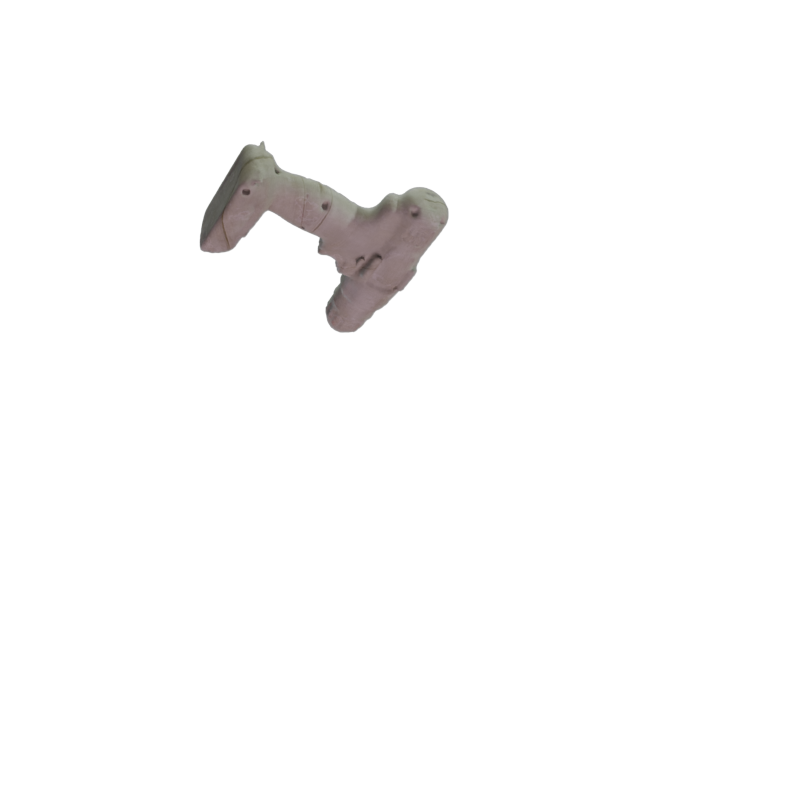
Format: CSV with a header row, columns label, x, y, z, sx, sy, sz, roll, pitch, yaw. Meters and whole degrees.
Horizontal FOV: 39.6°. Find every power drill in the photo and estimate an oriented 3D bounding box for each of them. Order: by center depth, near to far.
label,x,y,z,sx,sy,sz,roll,pitch,yaw
power drill,-0.076,-0.139,0.972,0.181,0.062,0.178,18,-43,-20
